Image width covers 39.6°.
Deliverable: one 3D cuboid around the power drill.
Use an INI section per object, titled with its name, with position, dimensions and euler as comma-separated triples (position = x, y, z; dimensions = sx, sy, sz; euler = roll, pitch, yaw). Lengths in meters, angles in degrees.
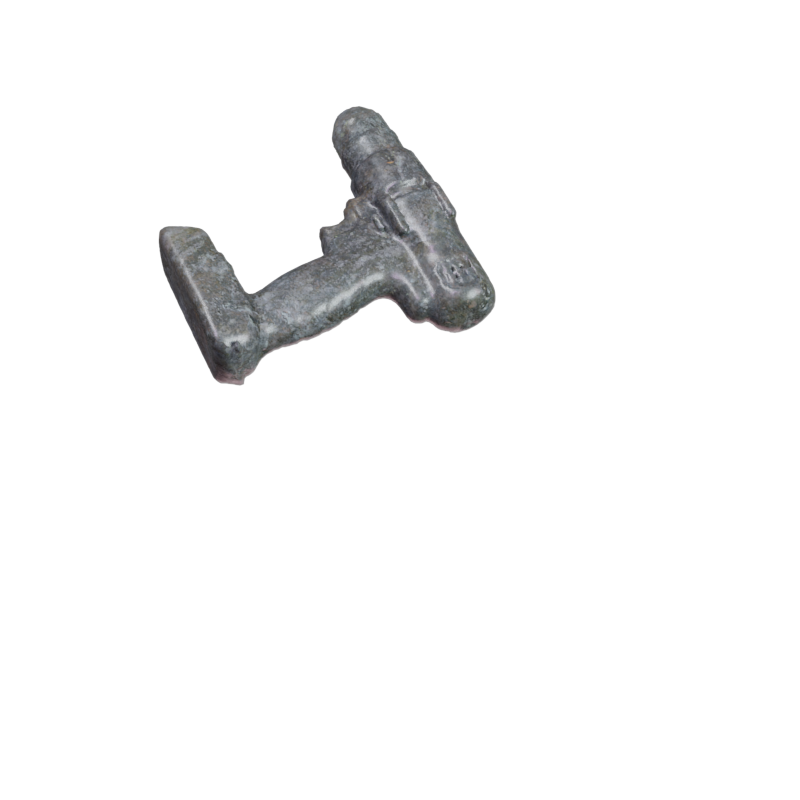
[power drill]
position = -0.056, -0.102, 0.716
dimensions = 0.186, 0.198, 0.054
euler = -21, -31, -14
